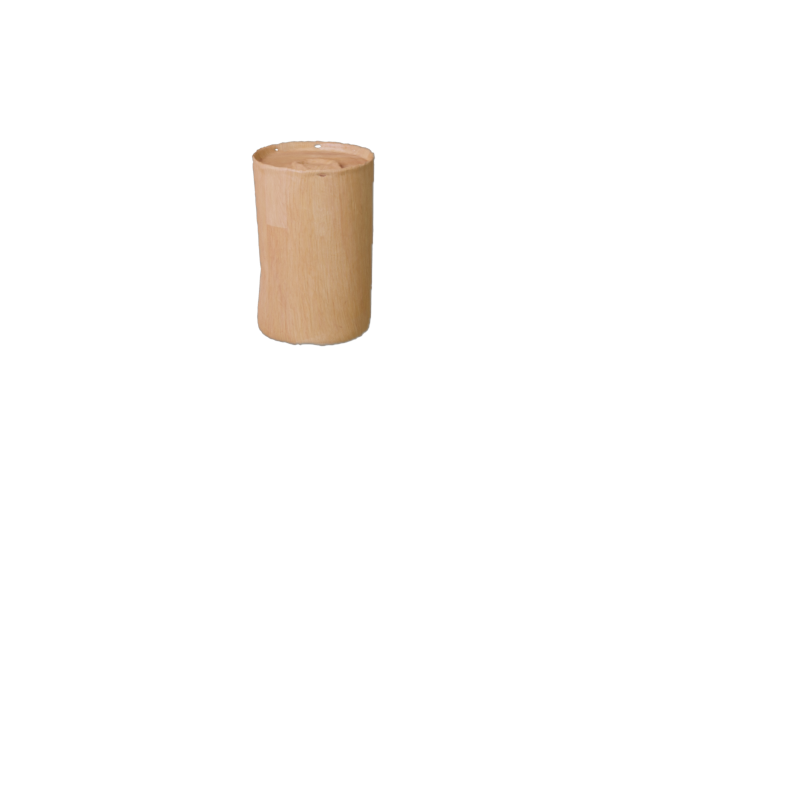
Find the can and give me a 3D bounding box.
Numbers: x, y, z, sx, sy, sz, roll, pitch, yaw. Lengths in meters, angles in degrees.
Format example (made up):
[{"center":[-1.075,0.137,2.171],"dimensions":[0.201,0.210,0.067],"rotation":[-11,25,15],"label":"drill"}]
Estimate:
[{"center":[-0.049,-0.089,0.627],"dimensions":[0.068,0.098,0.072],"rotation":[0,21,-2],"label":"can"}]
